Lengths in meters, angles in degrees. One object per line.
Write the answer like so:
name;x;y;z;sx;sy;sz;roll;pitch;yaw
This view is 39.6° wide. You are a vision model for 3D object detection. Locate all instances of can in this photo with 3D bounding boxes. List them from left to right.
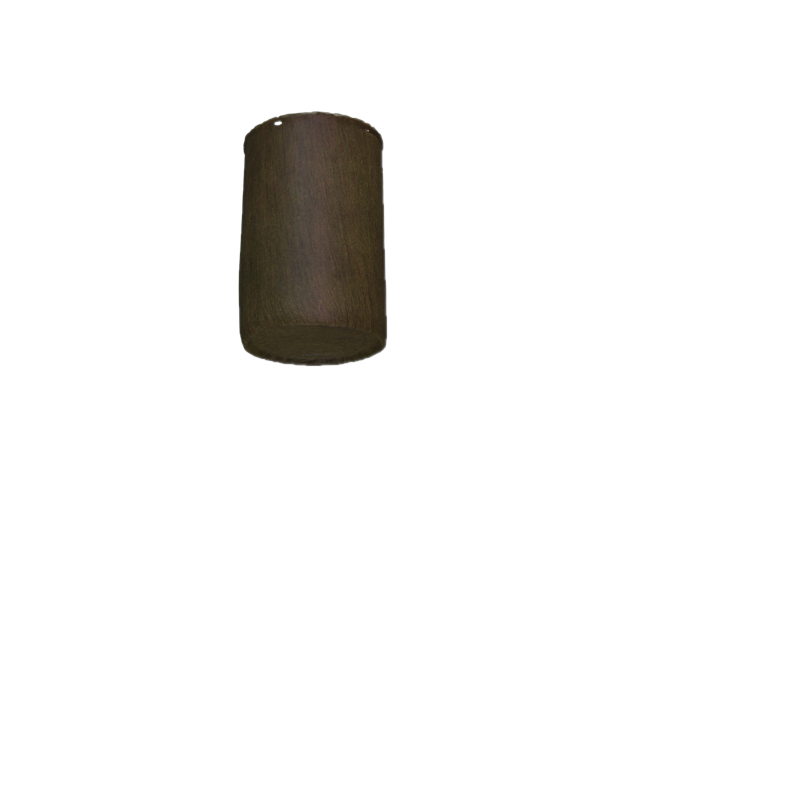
can;-0.040;-0.074;0.517;0.068;0.107;0.065;0;-20;-2
